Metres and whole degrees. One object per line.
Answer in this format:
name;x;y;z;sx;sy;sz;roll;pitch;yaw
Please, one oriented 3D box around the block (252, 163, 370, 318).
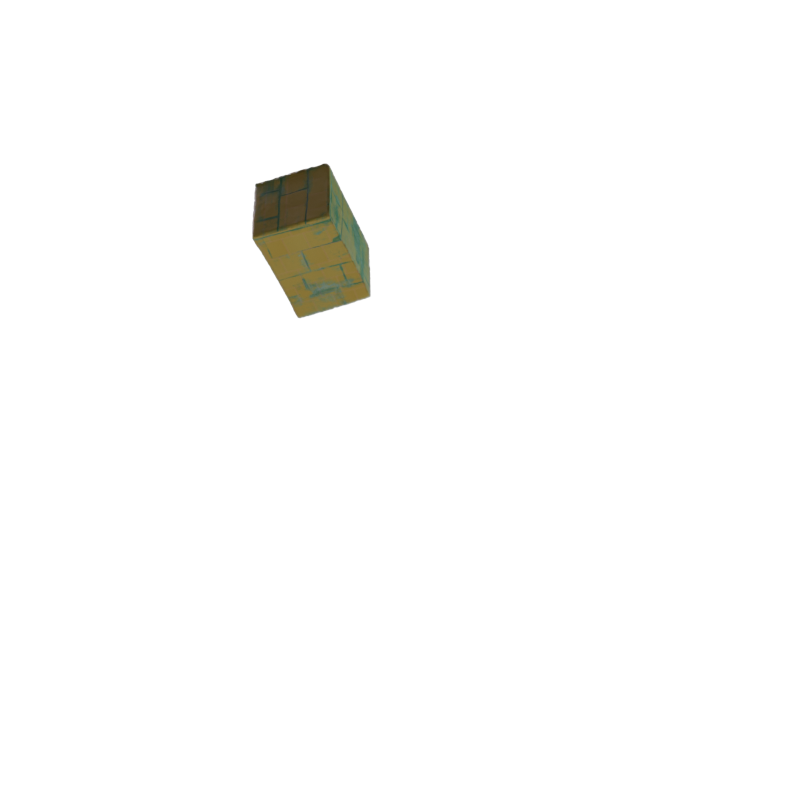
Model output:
block;-0.055;-0.101;0.709;0.053;0.055;0.072;-15;-45;13
